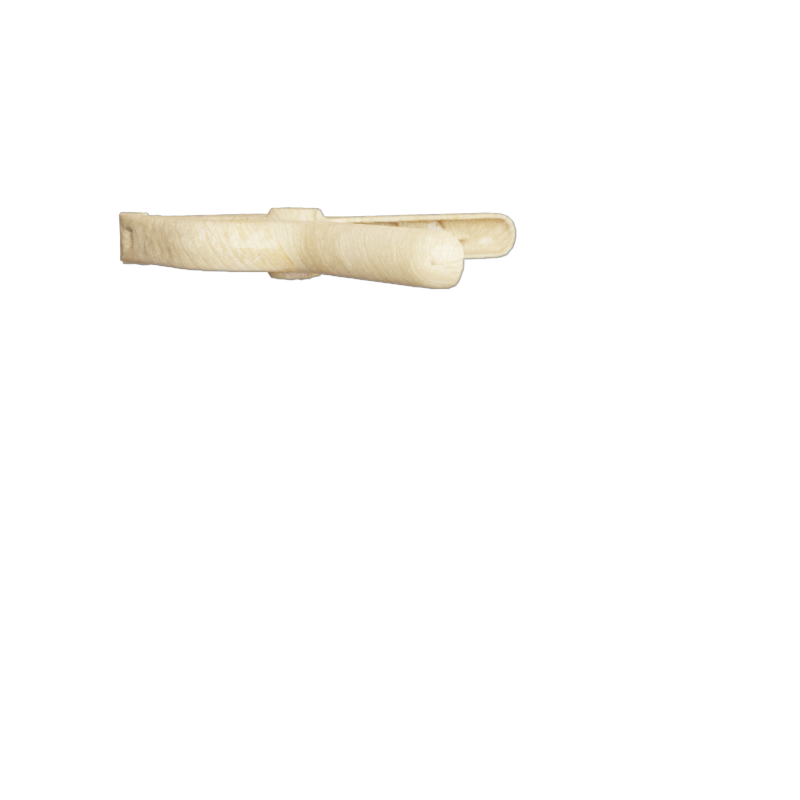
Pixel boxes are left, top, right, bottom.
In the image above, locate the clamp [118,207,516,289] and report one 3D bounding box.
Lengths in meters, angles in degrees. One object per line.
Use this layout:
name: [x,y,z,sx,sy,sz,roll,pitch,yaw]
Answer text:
clamp: [-0.045,-0.082,0.577,0.217,0.036,0.162,5,12,23]
